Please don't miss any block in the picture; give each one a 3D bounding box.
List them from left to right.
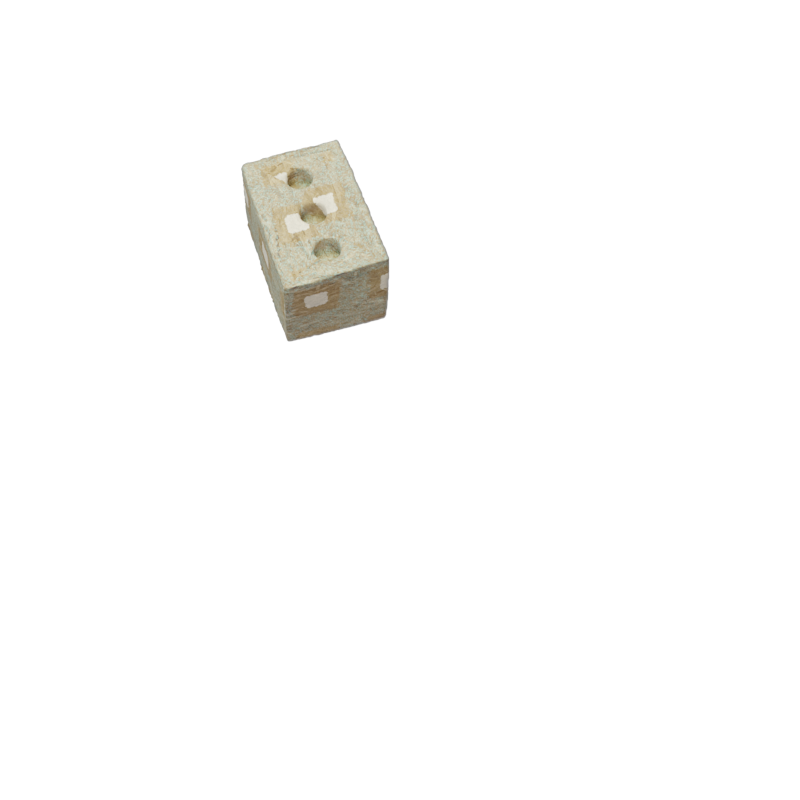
[{"bbox_3d":[-0.043,-0.078,0.547,0.052,0.084,0.048,-16,-29,-11],"label":"block"}]
